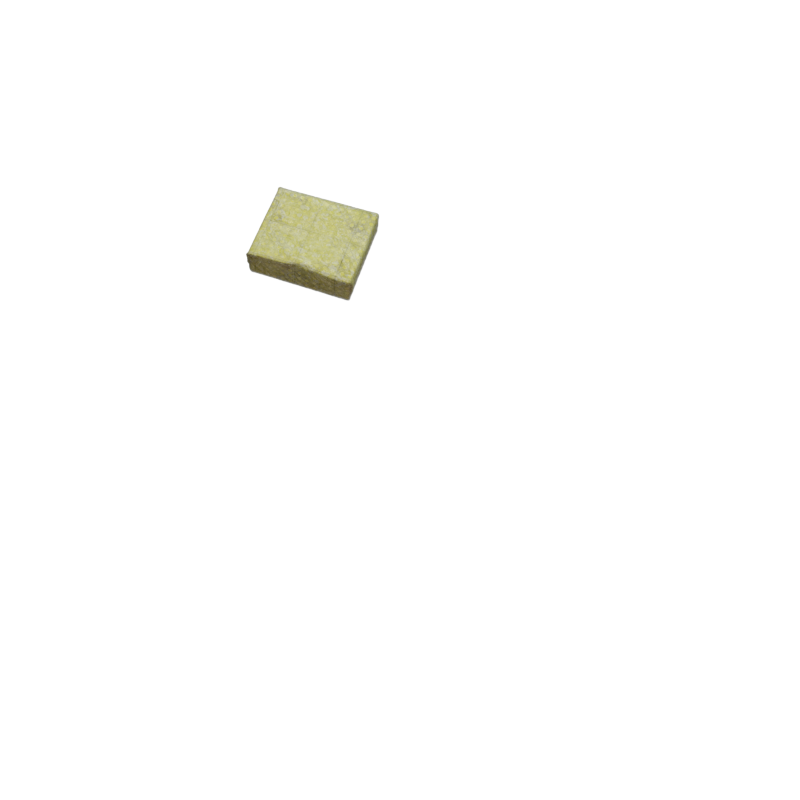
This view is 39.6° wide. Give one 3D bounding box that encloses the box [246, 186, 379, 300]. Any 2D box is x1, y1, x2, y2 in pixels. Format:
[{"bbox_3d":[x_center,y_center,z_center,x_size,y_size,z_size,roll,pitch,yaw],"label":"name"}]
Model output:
[{"bbox_3d":[-0.071,-0.128,0.899,0.091,0.076,0.028,17,-31,10],"label":"box"}]
